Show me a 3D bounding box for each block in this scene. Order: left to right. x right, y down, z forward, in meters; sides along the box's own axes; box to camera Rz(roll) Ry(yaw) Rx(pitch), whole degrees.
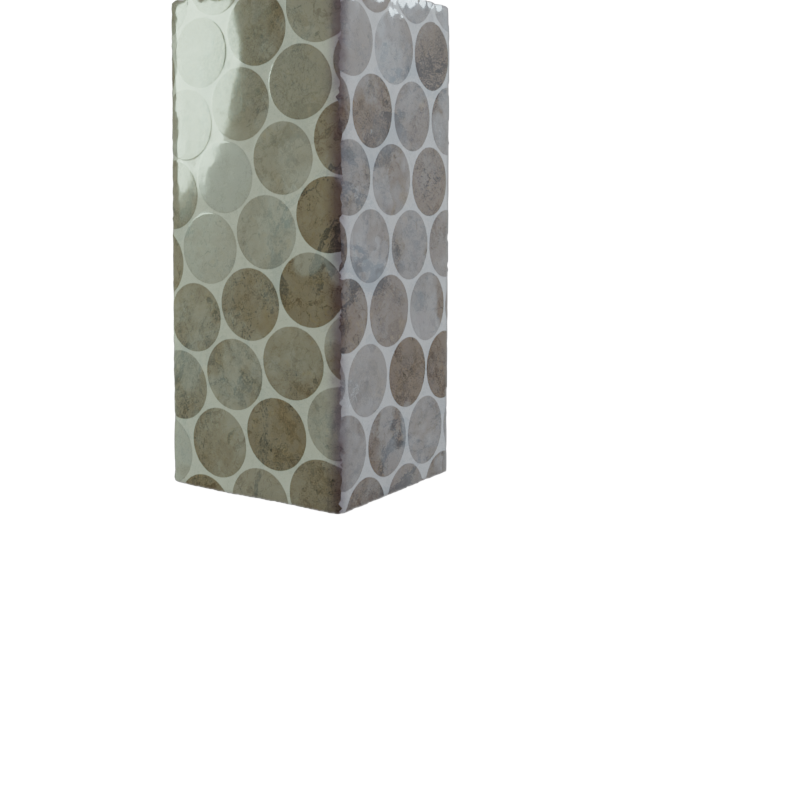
[{"bbox_3d":[-0.037,-0.069,0.483,0.094,0.205,0.088,3,5,34],"label":"block"}]
